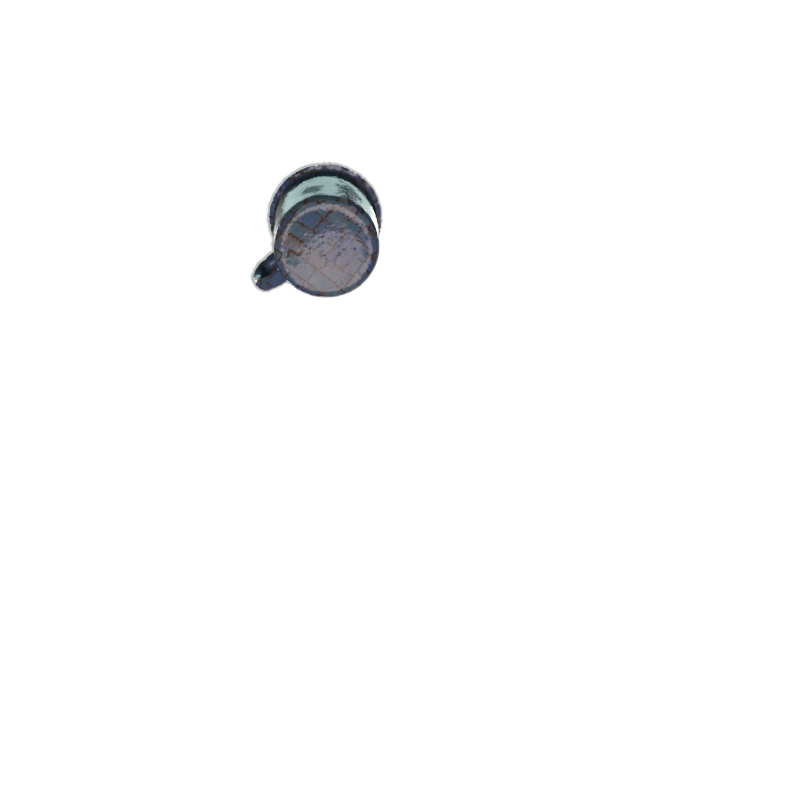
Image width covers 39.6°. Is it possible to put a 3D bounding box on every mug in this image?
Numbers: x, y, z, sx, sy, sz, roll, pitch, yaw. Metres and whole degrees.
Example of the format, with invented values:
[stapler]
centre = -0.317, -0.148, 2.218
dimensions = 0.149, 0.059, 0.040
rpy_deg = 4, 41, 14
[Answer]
[mug]
centre = -0.069, -0.125, 0.875
dimensions = 0.117, 0.089, 0.086
rpy_deg = -32, 20, 11
